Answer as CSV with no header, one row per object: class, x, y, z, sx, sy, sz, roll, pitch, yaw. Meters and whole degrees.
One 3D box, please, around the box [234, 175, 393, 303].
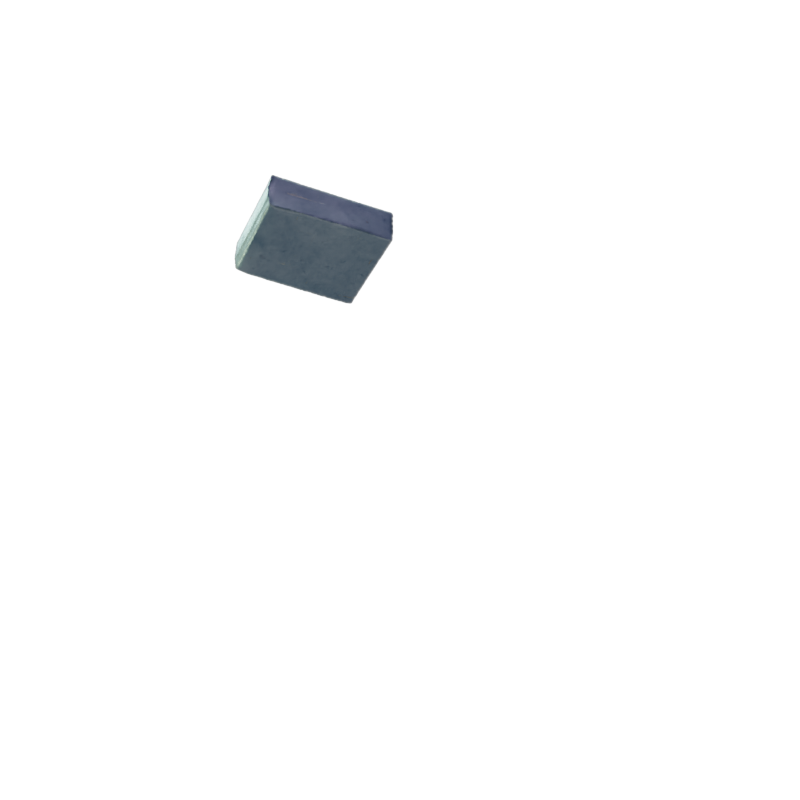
box,-0.074,-0.134,0.942,0.110,0.042,0.086,15,-43,-18
